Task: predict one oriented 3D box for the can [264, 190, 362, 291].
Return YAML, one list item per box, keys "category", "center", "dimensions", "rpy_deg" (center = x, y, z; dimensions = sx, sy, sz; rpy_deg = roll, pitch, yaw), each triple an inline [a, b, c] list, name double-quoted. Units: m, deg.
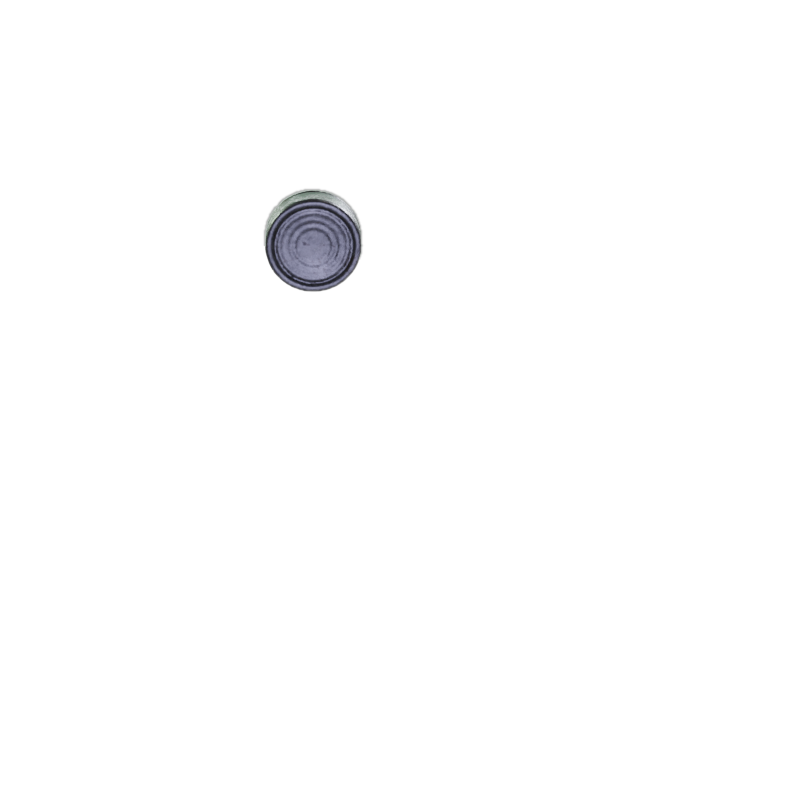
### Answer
- category: "can"
  center: [-0.076, -0.139, 0.975]
  dimensions: [0.086, 0.083, 0.035]
  rpy_deg: [0, 18, -1]
